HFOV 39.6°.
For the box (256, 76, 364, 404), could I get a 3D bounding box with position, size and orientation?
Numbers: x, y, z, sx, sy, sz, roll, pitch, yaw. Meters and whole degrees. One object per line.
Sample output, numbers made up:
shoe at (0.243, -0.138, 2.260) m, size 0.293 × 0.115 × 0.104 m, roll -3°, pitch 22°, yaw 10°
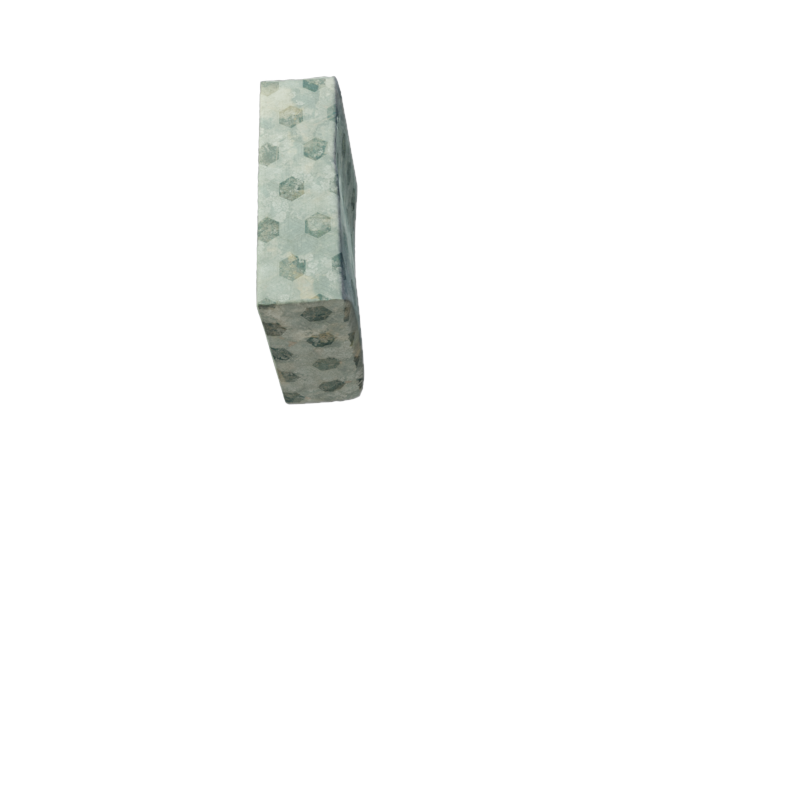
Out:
box at (-0.070, -0.128, 0.895) m, size 0.072 × 0.228 × 0.153 m, roll -4°, pitch -31°, yaw 2°
